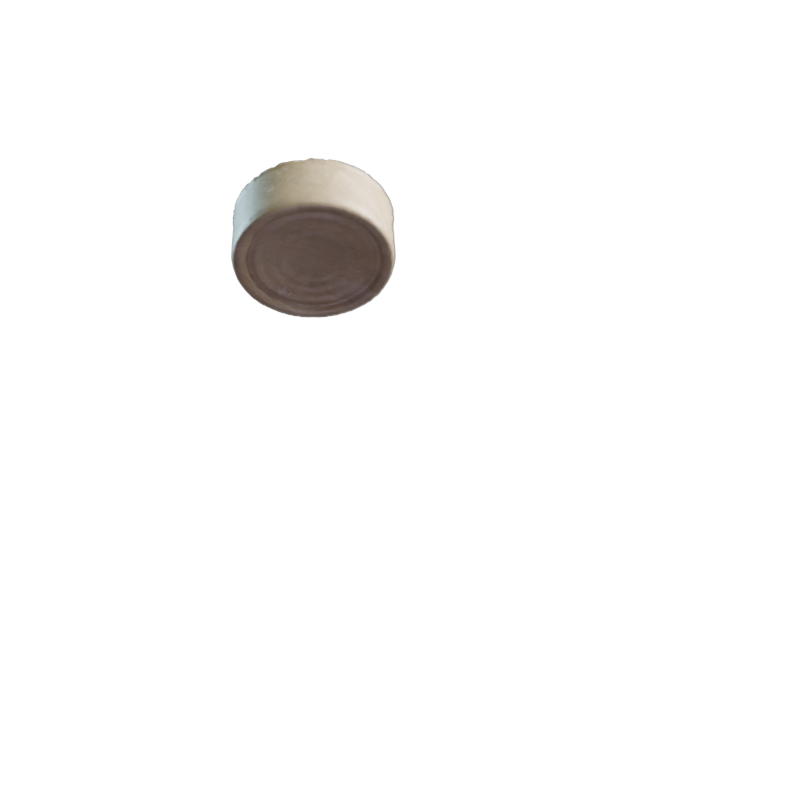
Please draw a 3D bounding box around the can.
[{"bbox_3d":[-0.045,-0.082,0.577,0.086,0.036,0.080,1,-43,-1],"label":"can"}]
